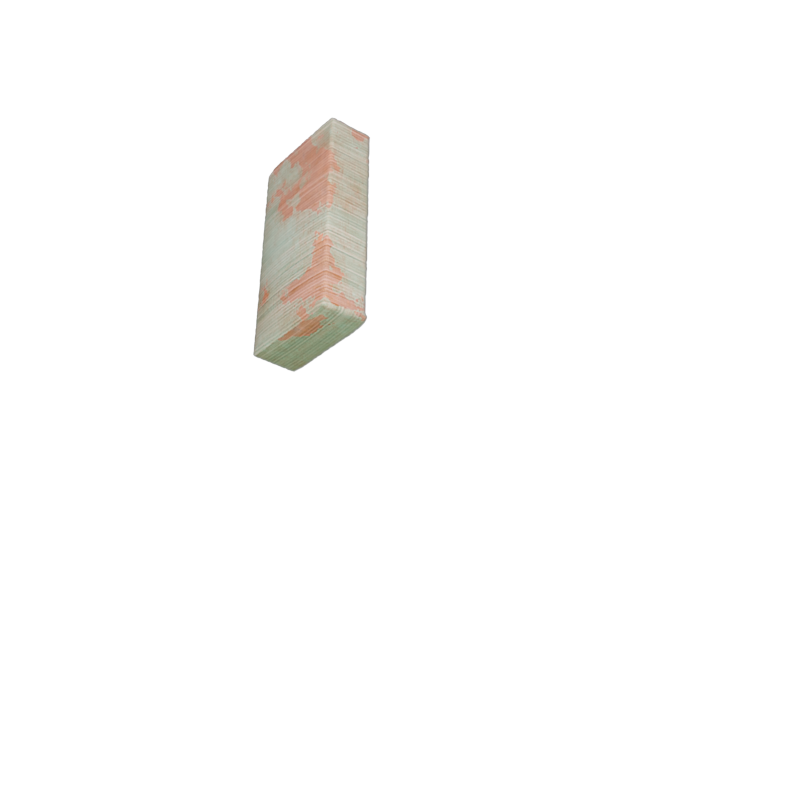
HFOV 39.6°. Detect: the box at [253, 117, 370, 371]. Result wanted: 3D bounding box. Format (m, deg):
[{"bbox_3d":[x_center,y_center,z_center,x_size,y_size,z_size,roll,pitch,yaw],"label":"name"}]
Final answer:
[{"bbox_3d":[-0.067,-0.121,0.848,0.045,0.188,0.092,22,-40,-33],"label":"box"}]
